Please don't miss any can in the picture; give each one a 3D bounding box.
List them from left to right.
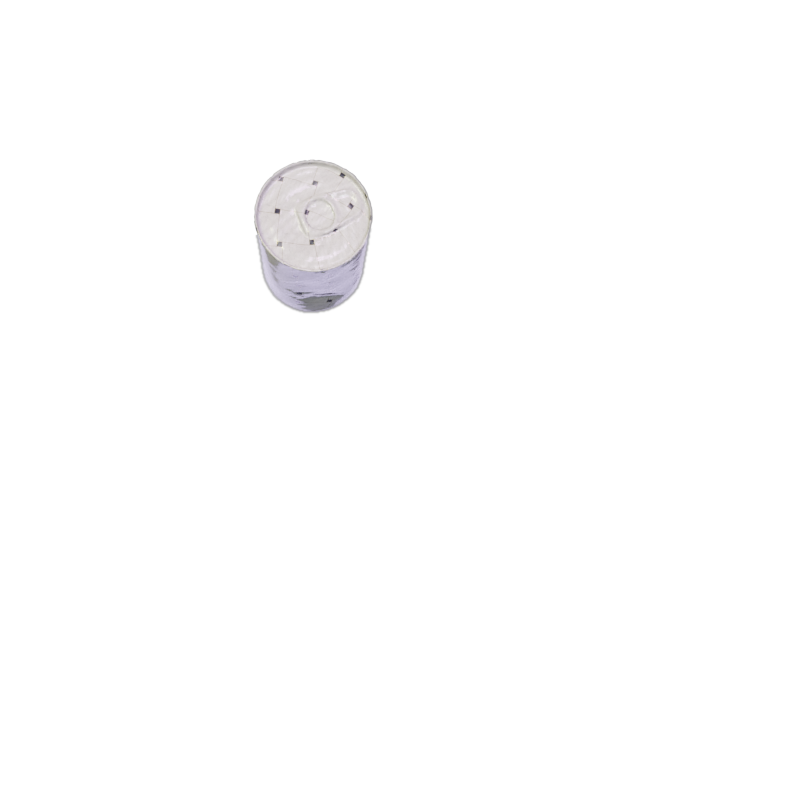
[{"bbox_3d":[-0.053,-0.097,0.682,0.068,0.071,0.099,0,-13,-3],"label":"can"}]
